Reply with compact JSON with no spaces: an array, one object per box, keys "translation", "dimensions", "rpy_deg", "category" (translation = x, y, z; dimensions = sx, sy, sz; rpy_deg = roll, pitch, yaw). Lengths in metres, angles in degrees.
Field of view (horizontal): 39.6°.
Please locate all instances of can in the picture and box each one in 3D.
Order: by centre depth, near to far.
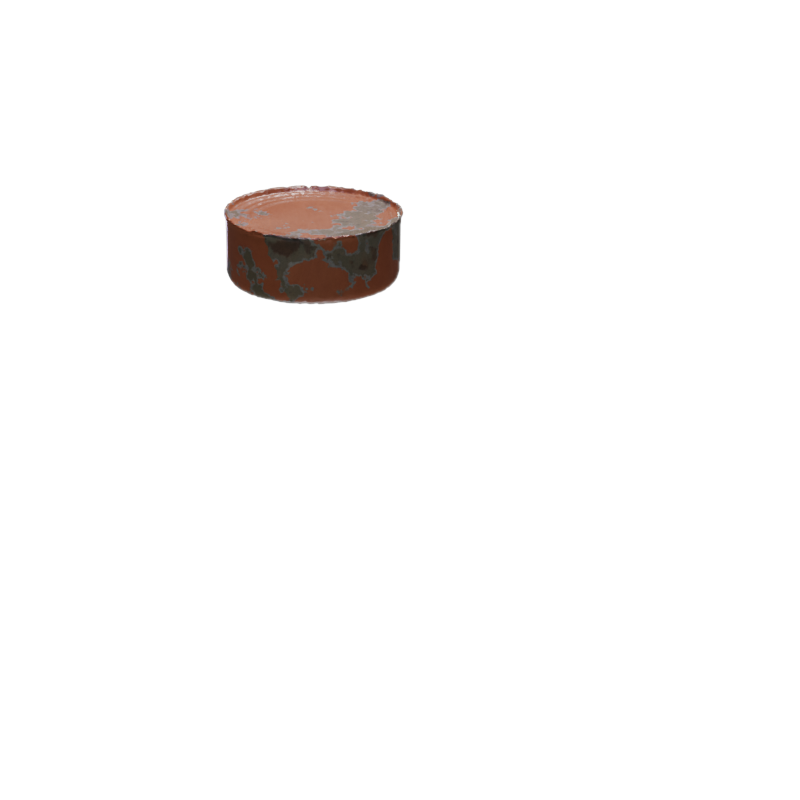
[{"translation":[-0.042,-0.077,0.537],"dimensions":[0.086,0.032,0.090],"rpy_deg":[-1,25,-2],"category":"can"}]
